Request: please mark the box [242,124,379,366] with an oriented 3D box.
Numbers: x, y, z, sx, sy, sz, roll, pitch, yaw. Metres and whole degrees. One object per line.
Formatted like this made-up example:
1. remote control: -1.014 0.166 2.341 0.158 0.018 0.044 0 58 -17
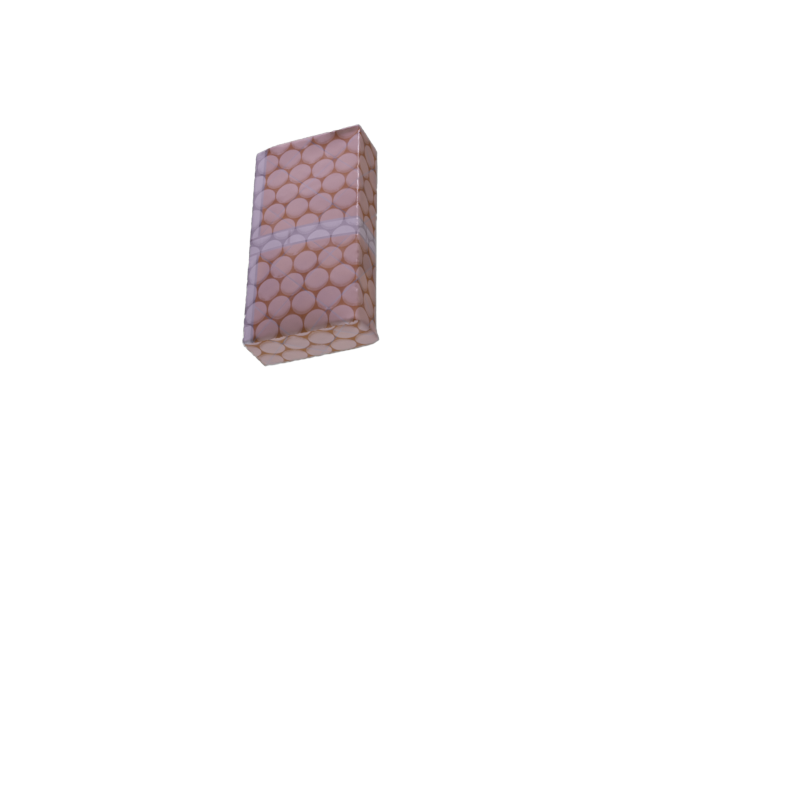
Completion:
1. box: -0.065 -0.119 0.832 0.095 0.188 0.044 -13 -31 19
